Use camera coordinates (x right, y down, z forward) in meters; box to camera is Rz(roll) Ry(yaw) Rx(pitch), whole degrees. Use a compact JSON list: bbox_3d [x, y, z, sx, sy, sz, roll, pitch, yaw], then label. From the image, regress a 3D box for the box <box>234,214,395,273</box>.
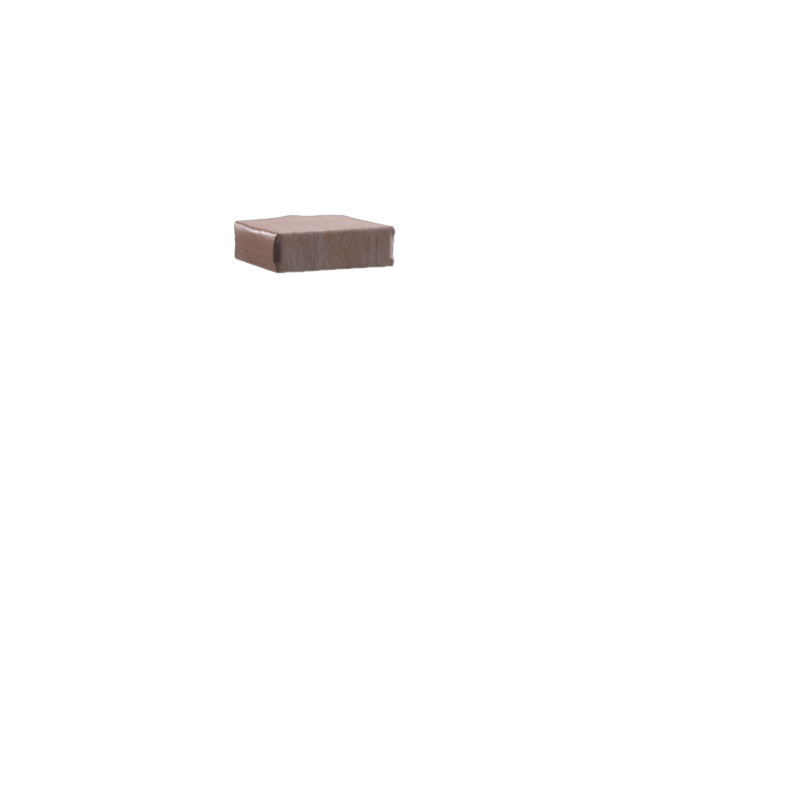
[{"bbox_3d":[-0.059,-0.107,0.753,0.087,0.029,0.077,-8,17,-27],"label":"box"}]
